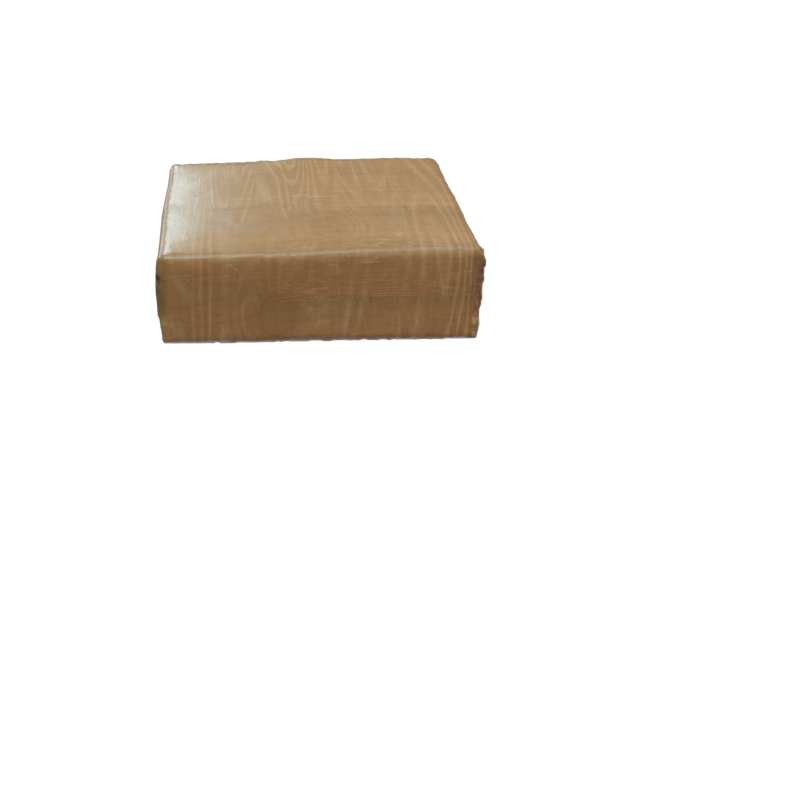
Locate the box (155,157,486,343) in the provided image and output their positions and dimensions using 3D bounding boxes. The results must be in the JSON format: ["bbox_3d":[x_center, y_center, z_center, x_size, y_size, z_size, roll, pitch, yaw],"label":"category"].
[{"bbox_3d":[-0.026,-0.047,0.329,0.089,0.028,0.078,-3,30,-5],"label":"box"}]
